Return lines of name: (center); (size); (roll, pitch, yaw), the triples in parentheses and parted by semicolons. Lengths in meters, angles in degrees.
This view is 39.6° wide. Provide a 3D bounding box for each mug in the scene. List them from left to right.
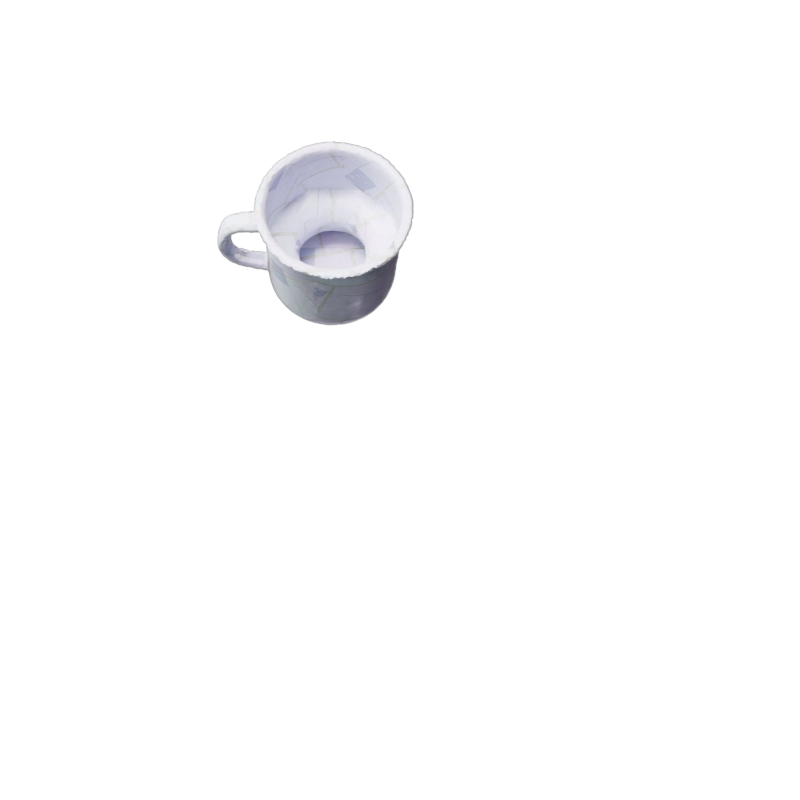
mug: (-0.053, -0.097, 0.679); (0.117, 0.099, 0.077); (-3, -26, -3)
